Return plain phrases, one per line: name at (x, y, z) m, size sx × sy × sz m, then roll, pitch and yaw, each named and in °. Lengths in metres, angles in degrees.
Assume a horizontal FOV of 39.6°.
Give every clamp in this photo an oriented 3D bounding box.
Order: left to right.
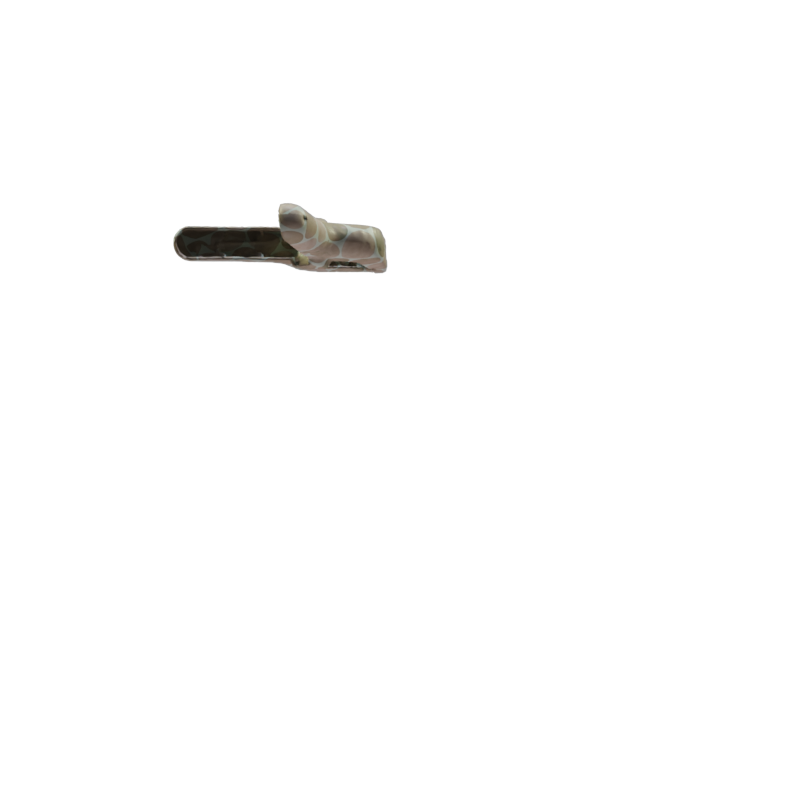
clamp at (-0.062, -0.114, 0.797) m, size 0.165 × 0.039 × 0.125 m, roll -3°, pitch 4°, yaw -40°
